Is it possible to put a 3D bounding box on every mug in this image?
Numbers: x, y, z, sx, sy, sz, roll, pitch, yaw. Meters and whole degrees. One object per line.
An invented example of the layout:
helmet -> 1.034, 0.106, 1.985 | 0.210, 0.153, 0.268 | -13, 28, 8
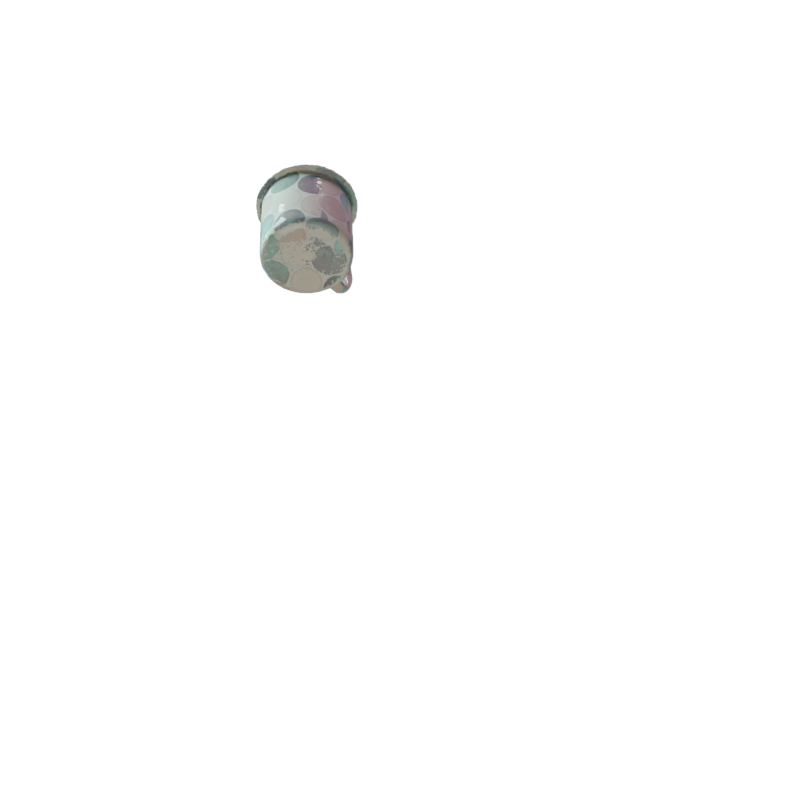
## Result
mug -> -0.078, -0.142, 0.992 | 0.093, 0.109, 0.087 | -23, 37, 16
